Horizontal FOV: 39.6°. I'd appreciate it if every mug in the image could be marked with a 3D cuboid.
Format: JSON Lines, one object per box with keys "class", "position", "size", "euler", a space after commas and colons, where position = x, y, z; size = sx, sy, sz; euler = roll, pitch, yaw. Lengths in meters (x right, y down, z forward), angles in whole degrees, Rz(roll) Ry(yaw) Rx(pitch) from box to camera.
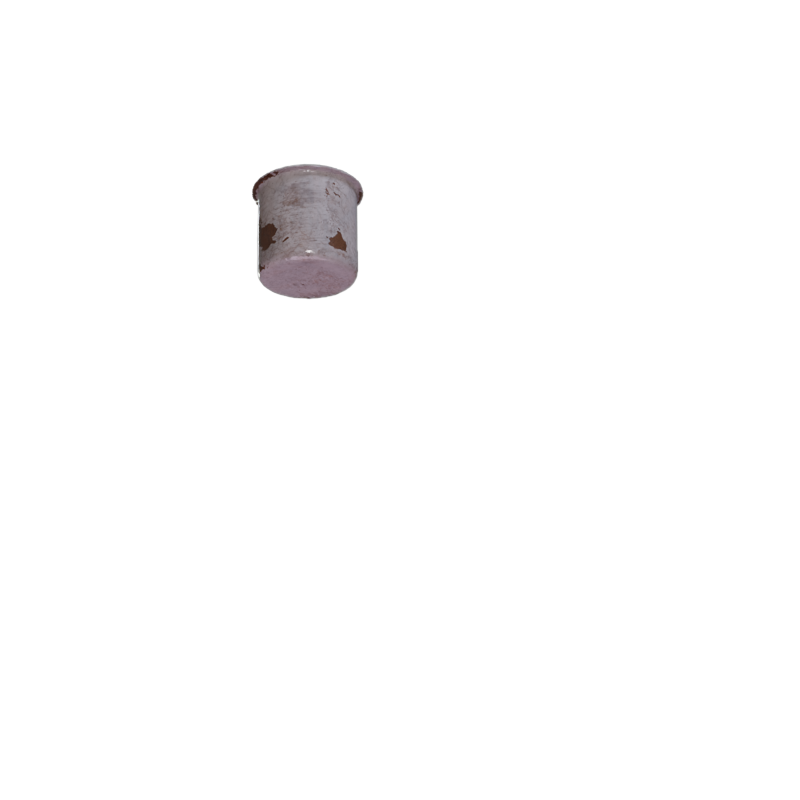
{"class": "mug", "position": [-0.072, -0.131, 0.916], "size": [0.095, 0.086, 0.109], "euler": [-9, -24, 19]}
